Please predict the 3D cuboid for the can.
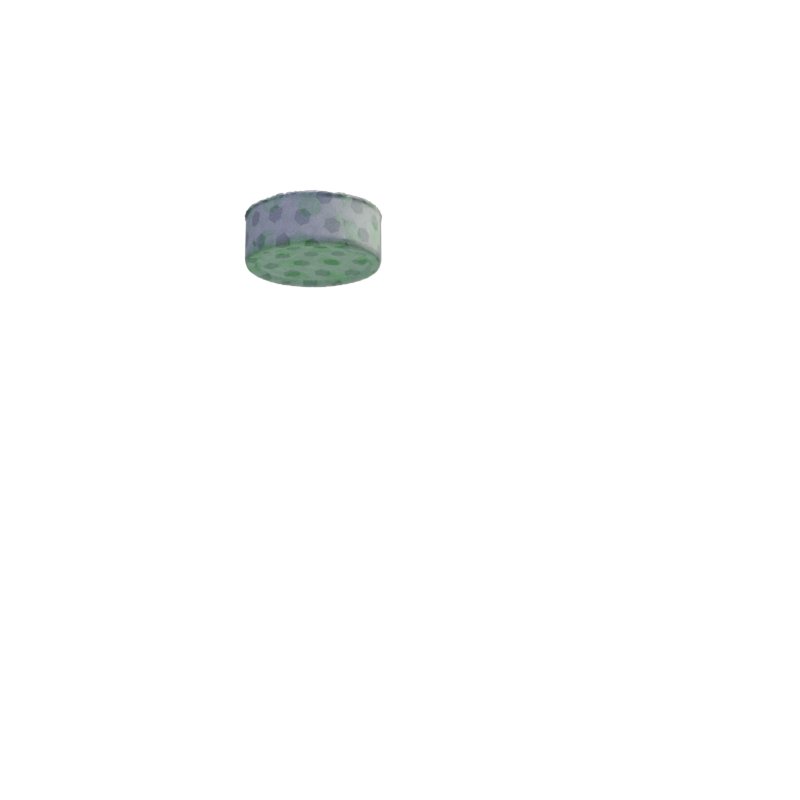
[{"bbox_3d":[-0.054,-0.098,0.687,0.086,0.035,0.083,0,-14,-2],"label":"can"}]
